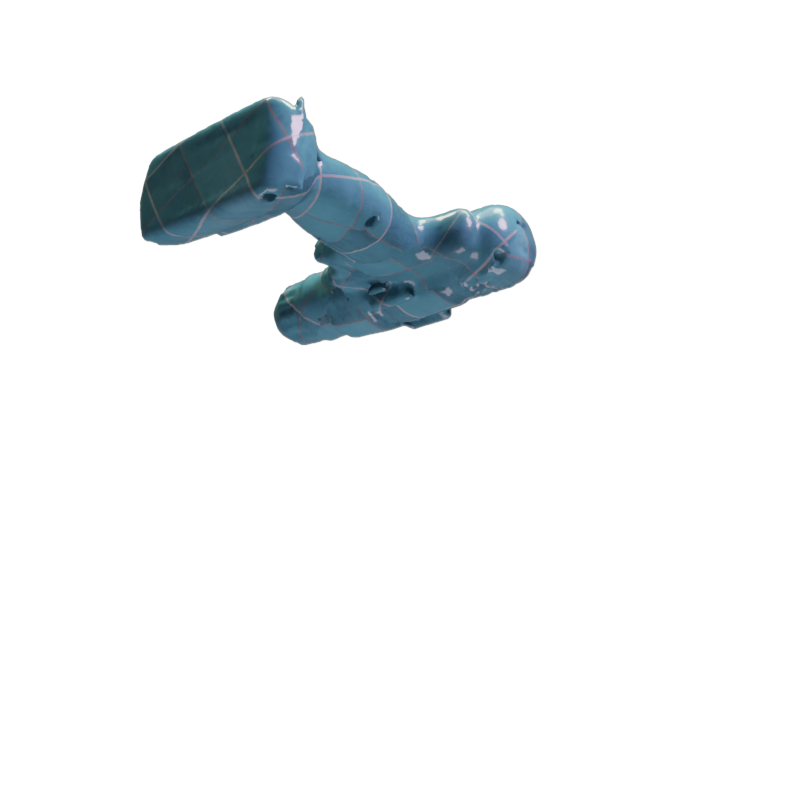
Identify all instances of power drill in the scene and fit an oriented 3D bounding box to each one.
[{"bbox_3d":[-0.048,-0.087,0.609,0.186,0.060,0.176,-17,-27,38],"label":"power drill"}]
